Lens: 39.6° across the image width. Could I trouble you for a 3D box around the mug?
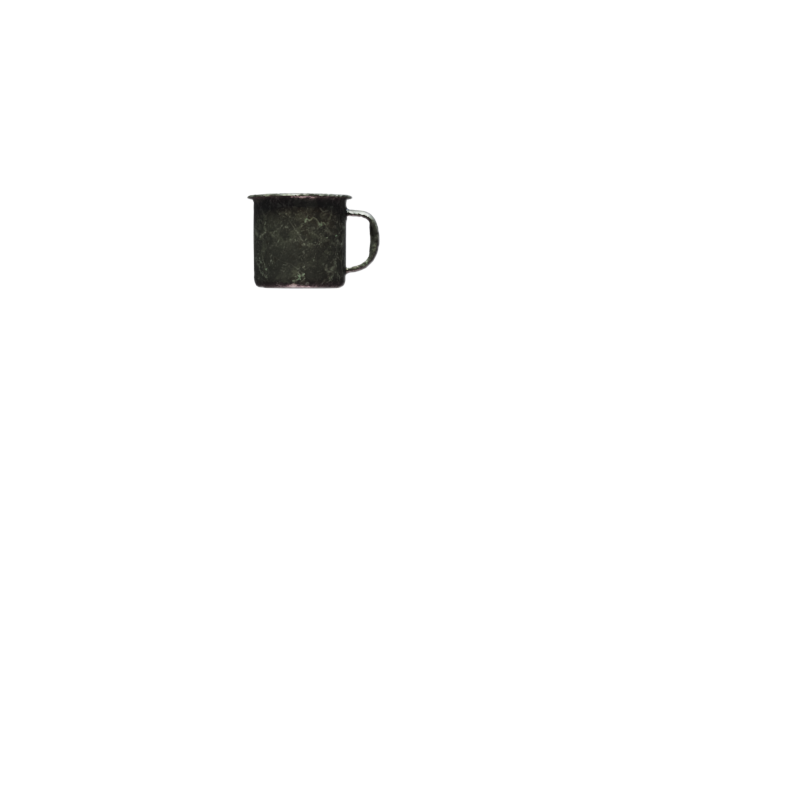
[{"bbox_3d":[-0.077,-0.140,0.981,0.117,0.081,0.094,0,4,-2],"label":"mug"}]
